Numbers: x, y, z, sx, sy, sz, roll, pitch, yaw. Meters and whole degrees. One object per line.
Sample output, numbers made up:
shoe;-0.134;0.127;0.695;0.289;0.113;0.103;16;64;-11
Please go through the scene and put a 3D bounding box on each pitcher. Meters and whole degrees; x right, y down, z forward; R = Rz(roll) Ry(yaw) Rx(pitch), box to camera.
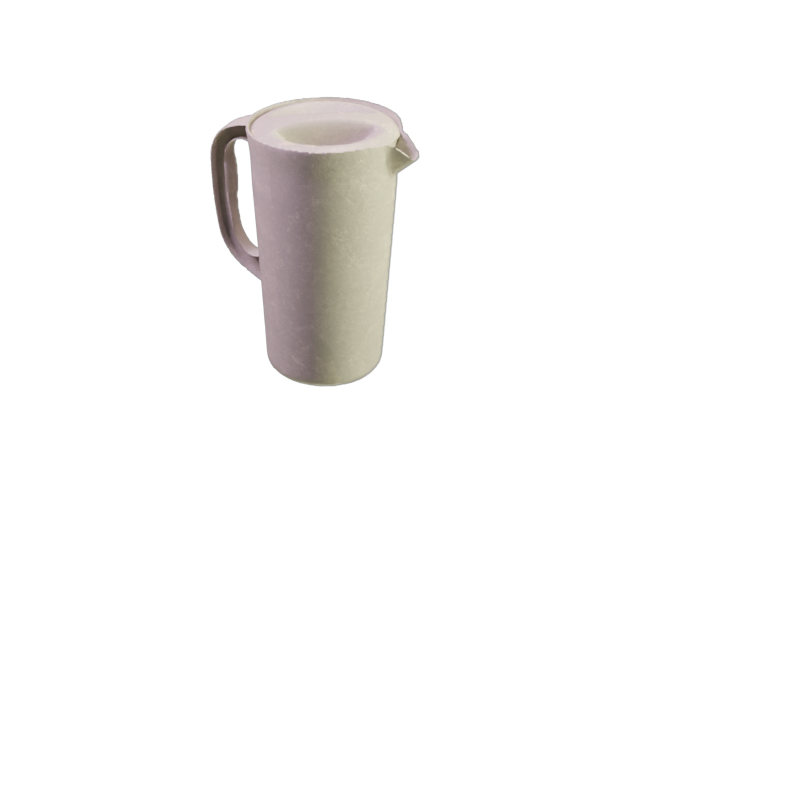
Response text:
pitcher;-0.077;-0.141;0.988;0.142;0.229;0.161;-12;33;-23
